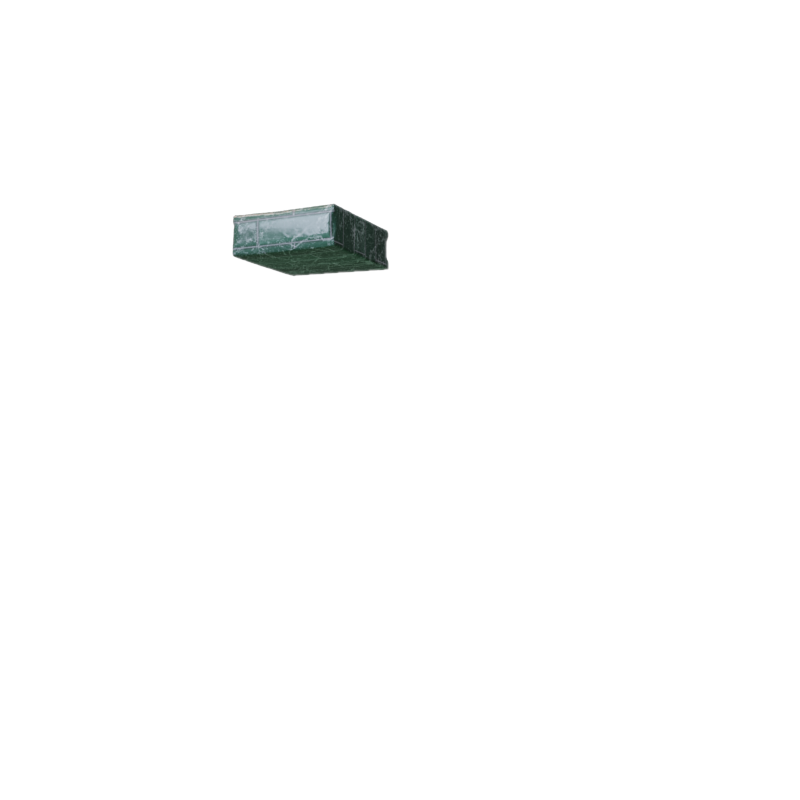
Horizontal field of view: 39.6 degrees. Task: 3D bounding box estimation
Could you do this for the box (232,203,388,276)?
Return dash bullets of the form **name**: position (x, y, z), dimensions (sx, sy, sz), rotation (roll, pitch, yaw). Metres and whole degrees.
- **box**: position (-0.057, -0.104, 0.728), dimensions (0.075, 0.031, 0.085), rotation (-2, -5, 24)
